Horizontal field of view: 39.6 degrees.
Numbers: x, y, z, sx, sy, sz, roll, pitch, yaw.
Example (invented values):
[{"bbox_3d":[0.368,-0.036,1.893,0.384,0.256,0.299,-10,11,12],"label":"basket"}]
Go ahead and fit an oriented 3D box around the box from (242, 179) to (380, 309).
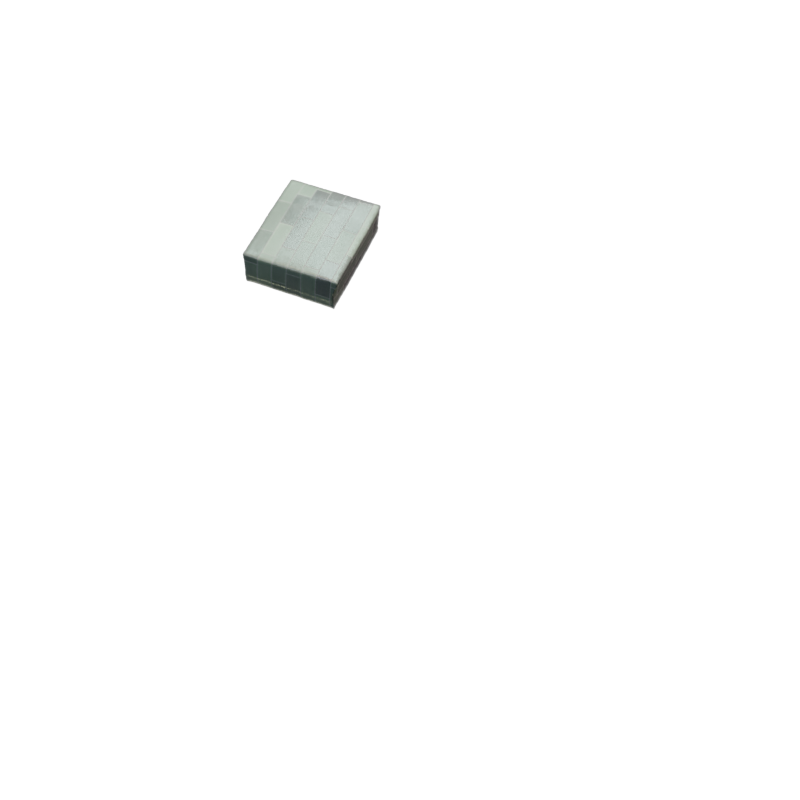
[{"bbox_3d":[-0.078,-0.143,0.999,0.092,0.119,0.036,16,-39,13],"label":"box"}]
